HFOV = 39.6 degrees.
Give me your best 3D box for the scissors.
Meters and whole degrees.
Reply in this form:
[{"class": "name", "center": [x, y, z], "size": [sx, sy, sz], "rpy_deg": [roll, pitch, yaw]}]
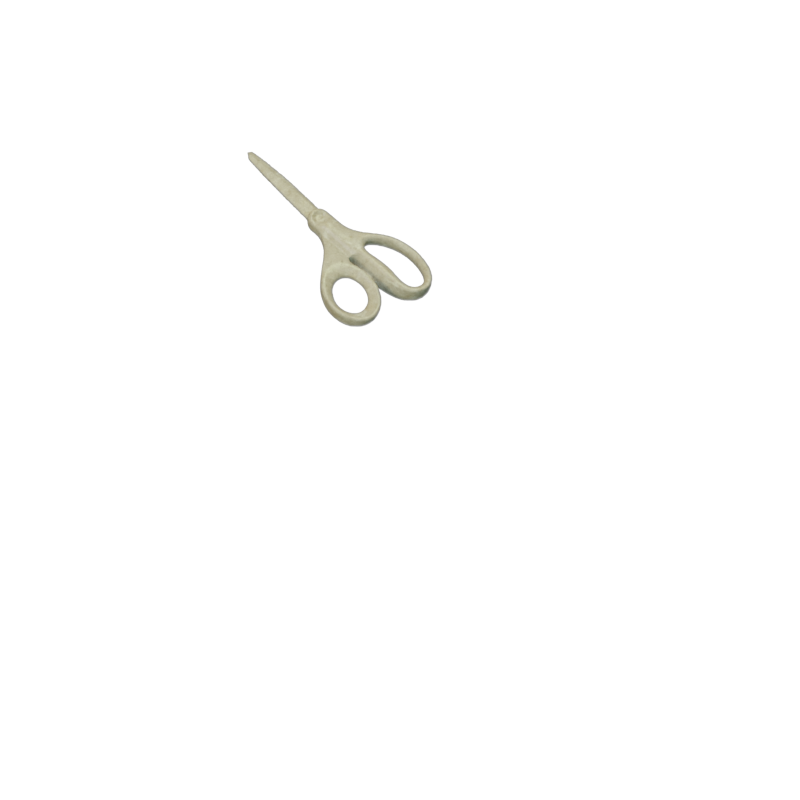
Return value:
[{"class": "scissors", "center": [-0.070, -0.128, 0.896], "size": [0.211, 0.098, 0.015], "rpy_deg": [31, -29, 19]}]
